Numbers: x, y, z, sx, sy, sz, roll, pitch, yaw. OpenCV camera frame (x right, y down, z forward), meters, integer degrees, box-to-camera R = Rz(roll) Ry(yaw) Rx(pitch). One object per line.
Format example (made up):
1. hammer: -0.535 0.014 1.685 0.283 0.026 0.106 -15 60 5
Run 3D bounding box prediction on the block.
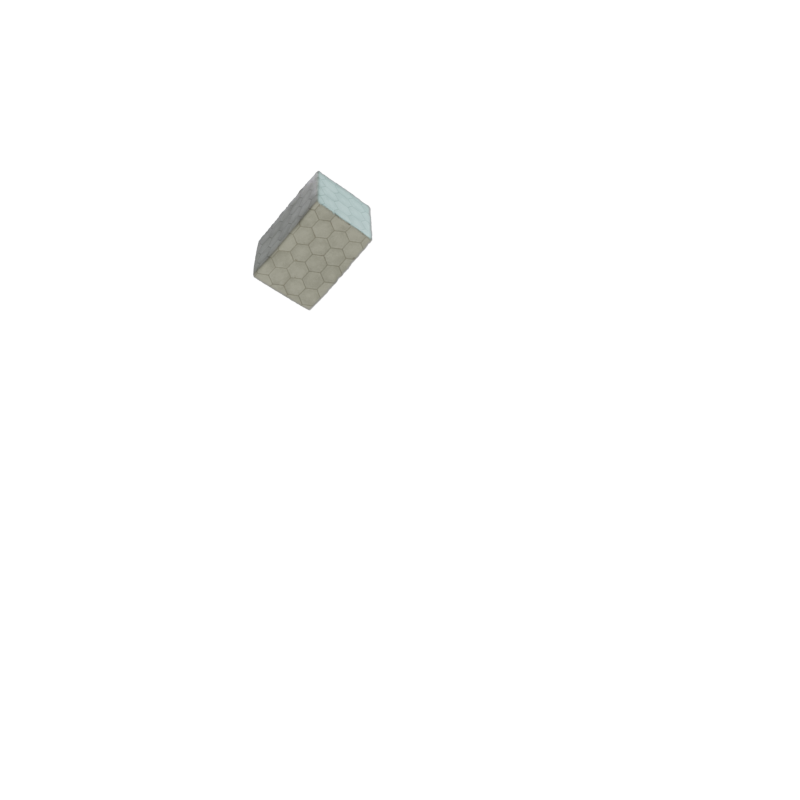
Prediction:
1. block: -0.064 -0.116 0.813 0.050 0.076 0.055 34 25 -21
